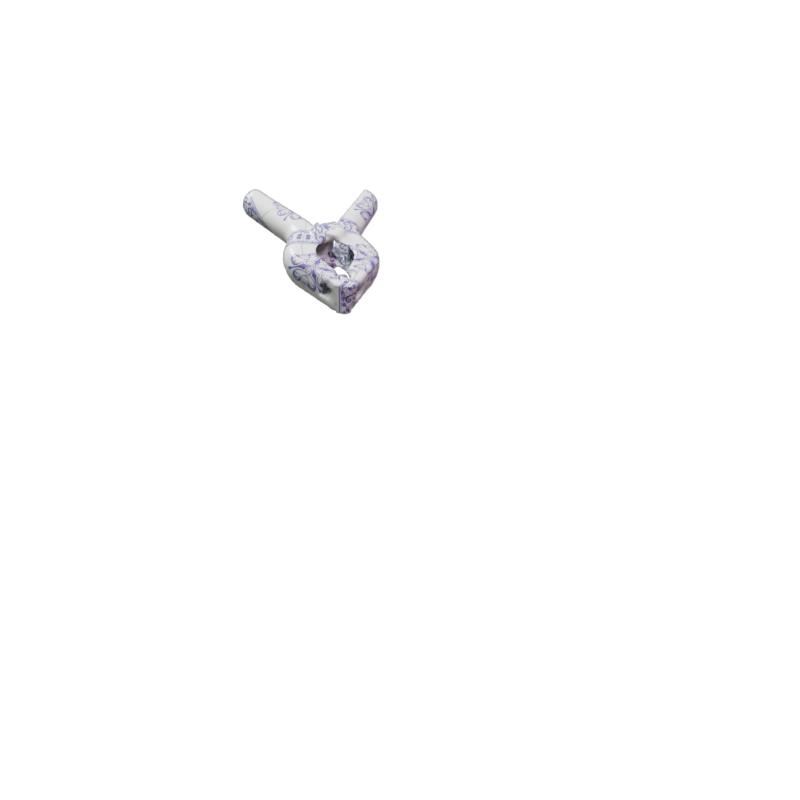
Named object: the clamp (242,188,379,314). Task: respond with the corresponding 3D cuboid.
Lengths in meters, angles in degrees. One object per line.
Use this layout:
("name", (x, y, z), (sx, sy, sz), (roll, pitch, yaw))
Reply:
("clamp", (-0.073, -0.133, 0.930), (0.120, 0.037, 0.183), (-2, 35, -4))
